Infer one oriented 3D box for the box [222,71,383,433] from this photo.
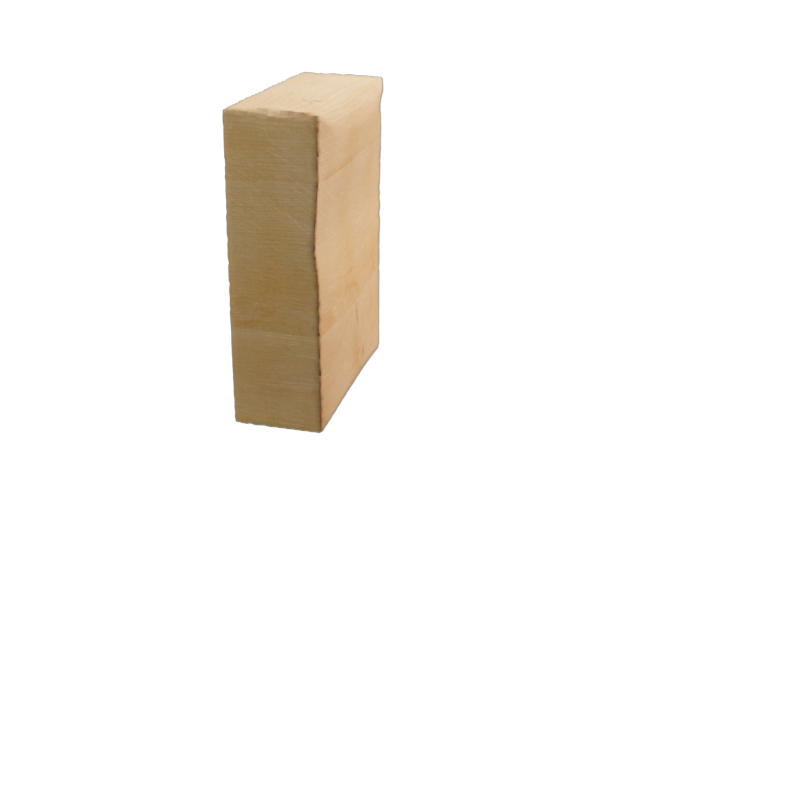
[{"bbox_3d":[-0.061,-0.110,0.773,0.073,0.205,0.168,6,21,12],"label":"box"}]
